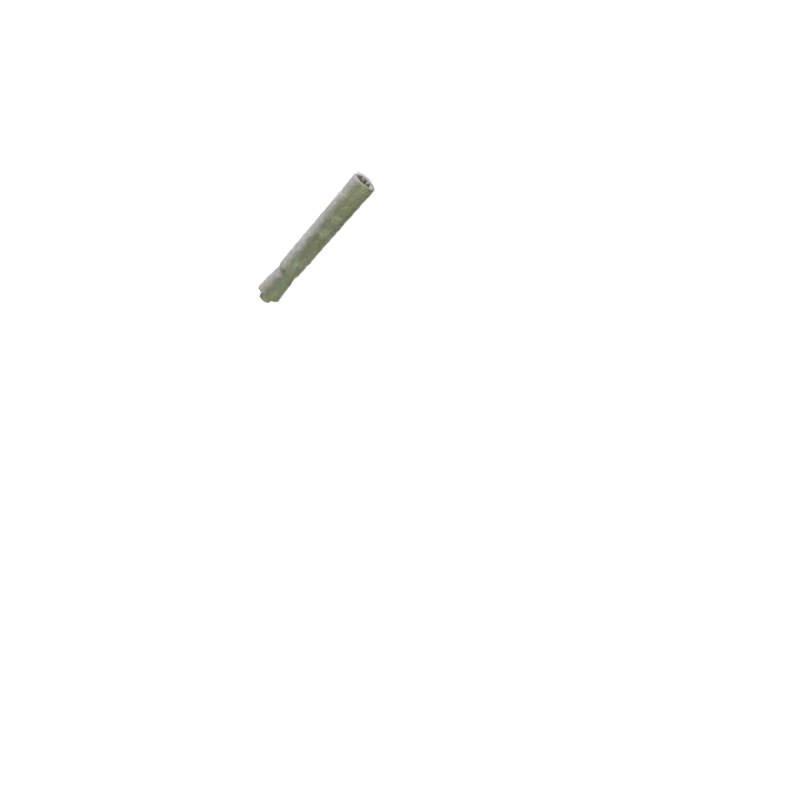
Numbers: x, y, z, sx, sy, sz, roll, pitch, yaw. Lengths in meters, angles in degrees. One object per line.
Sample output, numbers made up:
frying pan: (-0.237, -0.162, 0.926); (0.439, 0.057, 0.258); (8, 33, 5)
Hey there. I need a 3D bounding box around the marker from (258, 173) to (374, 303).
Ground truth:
marker: (-0.064, -0.116, 0.812); (0.019, 0.119, 0.021); (36, 22, -20)
